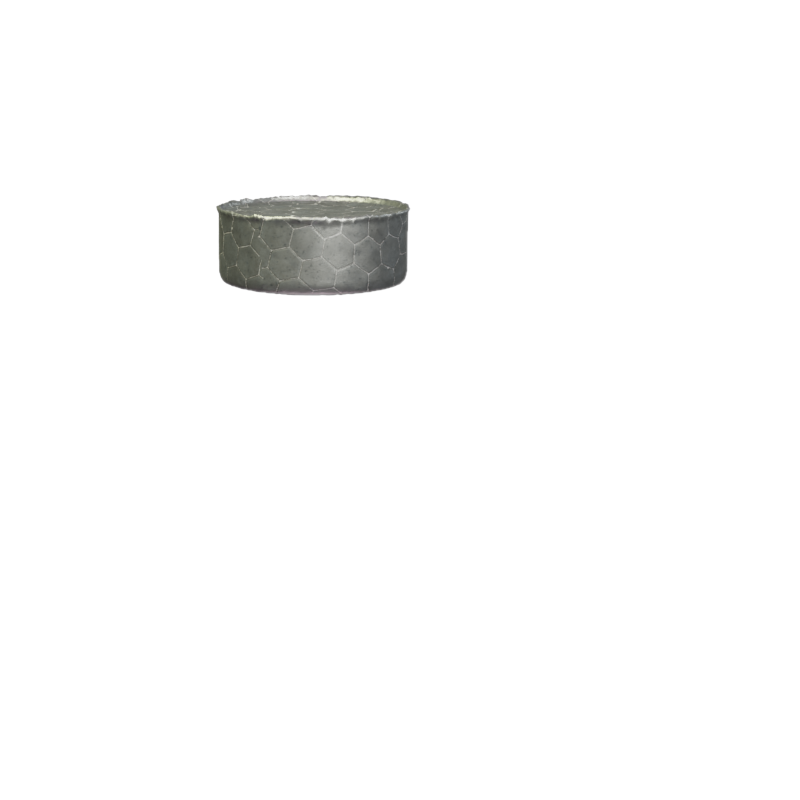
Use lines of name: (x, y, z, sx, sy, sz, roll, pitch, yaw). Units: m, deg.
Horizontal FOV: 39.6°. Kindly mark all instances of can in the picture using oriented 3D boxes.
can: (-0.039, -0.071, 0.495, 0.086, 0.033, 0.089, 0, 15, -2)
